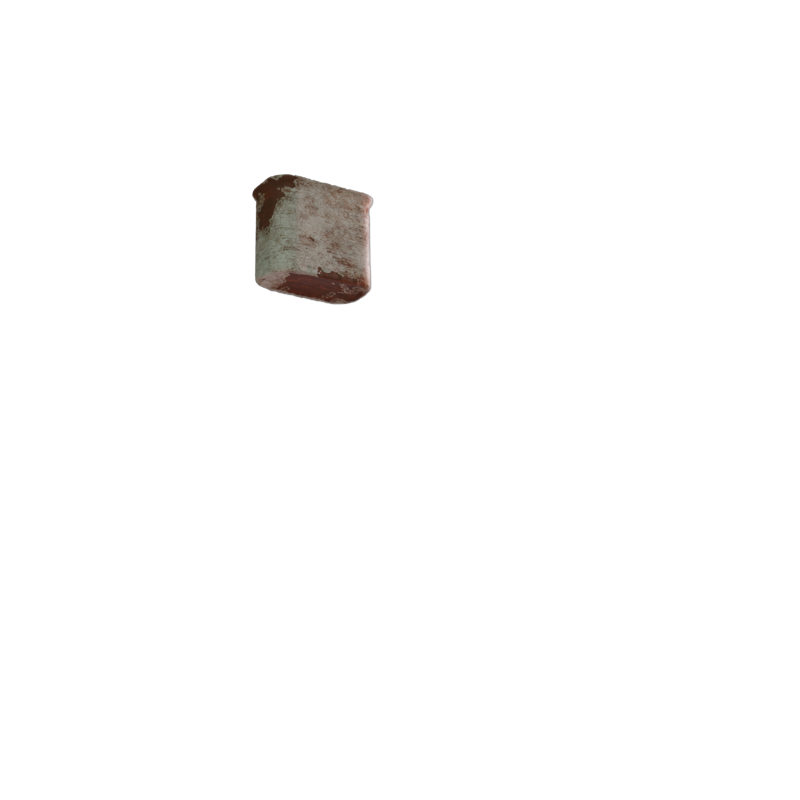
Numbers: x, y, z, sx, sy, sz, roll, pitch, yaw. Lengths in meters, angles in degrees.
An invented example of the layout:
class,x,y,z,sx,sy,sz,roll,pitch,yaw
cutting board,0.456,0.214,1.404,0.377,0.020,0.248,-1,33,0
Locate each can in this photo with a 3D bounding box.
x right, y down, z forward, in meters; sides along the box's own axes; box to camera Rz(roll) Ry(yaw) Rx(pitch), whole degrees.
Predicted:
class,x,y,z,sx,sy,sz,roll,pitch,yaw
can,-0.072,-0.132,0.922,0.097,0.088,0.057,11,-23,-30
